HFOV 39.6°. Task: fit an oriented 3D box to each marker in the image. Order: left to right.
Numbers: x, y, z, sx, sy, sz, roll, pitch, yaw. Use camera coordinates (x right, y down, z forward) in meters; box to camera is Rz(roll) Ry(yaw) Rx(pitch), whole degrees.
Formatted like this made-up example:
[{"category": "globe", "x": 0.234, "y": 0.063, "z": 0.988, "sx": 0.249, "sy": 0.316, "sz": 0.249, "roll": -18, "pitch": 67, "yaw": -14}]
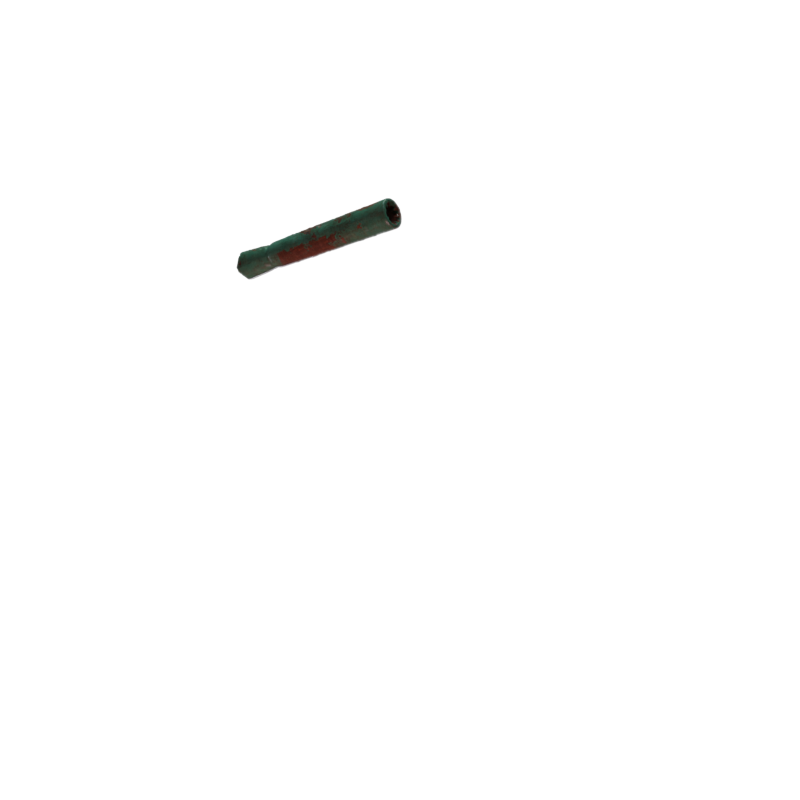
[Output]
[{"category": "marker", "x": -0.053, "y": -0.097, "z": 0.682, "sx": 0.123, "sy": 0.020, "sz": 0.019, "roll": -14, "pitch": -5, "yaw": 34}]
